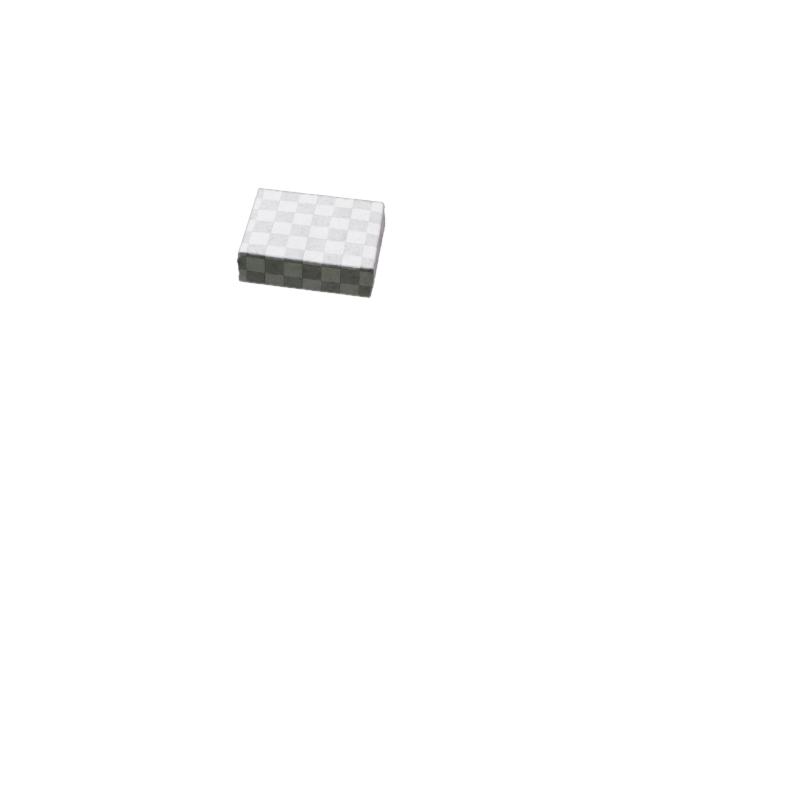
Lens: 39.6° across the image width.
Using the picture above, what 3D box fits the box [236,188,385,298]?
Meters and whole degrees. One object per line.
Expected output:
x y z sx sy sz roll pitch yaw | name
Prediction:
-0.073 -0.132 0.927 0.114 0.036 0.095 5 42 5 | box
